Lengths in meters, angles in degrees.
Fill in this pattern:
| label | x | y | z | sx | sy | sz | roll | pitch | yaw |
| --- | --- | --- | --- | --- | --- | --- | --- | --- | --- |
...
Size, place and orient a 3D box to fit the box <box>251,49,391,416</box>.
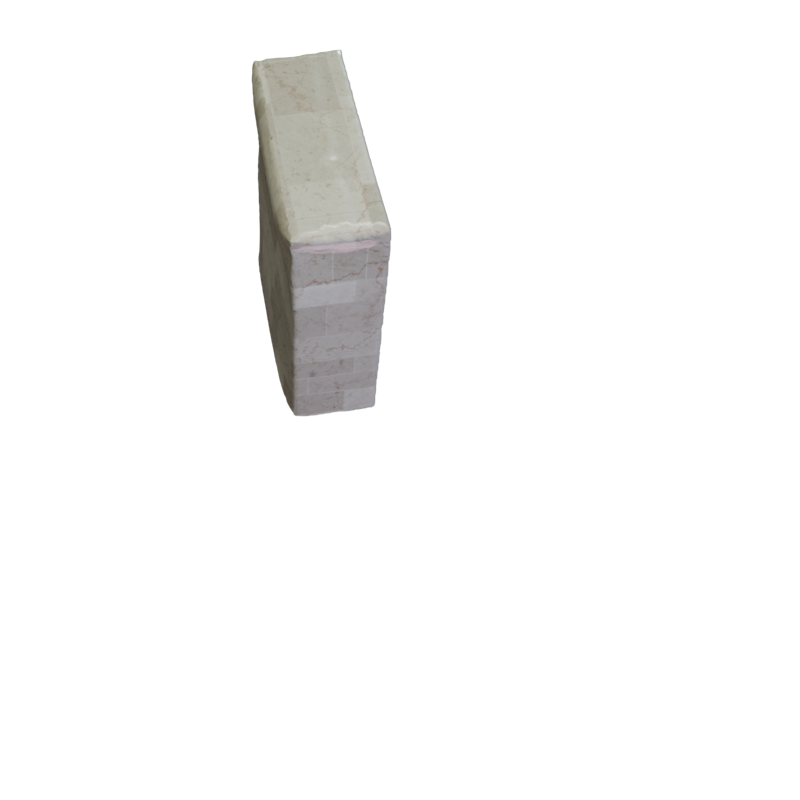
| label | x | y | z | sx | sy | sz | roll | pitch | yaw |
| --- | --- | --- | --- | --- | --- | --- | --- | --- | --- |
| box | -0.062 | -0.112 | 0.787 | 0.071 | 0.177 | 0.200 | -8 | -33 | -9 |
